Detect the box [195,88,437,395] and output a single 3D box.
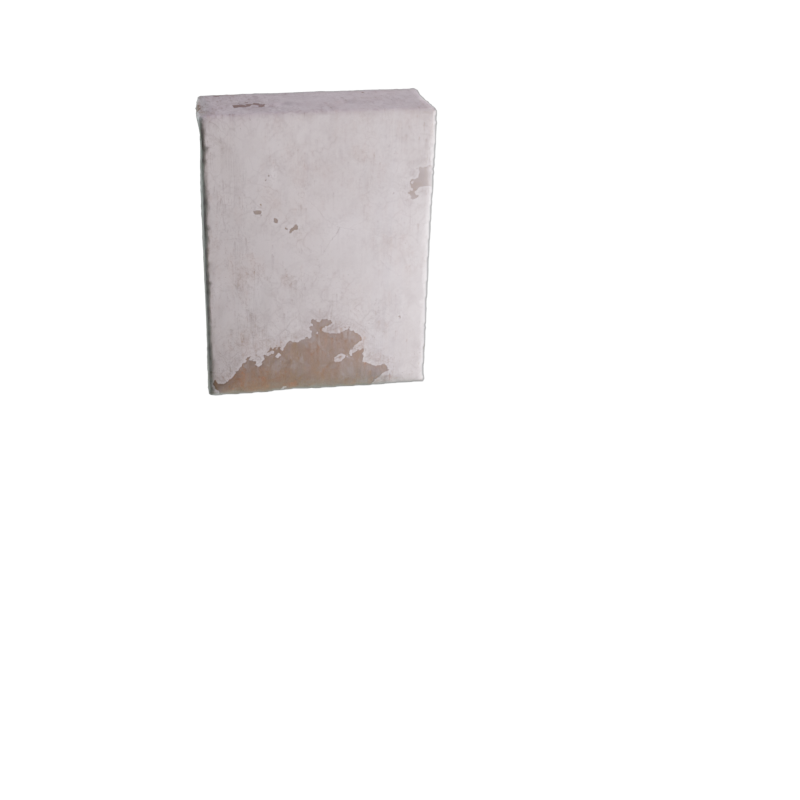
[{"bbox_3d":[-0.063,-0.116,0.810,0.162,0.203,0.076,-3,24,-9],"label":"box"}]
